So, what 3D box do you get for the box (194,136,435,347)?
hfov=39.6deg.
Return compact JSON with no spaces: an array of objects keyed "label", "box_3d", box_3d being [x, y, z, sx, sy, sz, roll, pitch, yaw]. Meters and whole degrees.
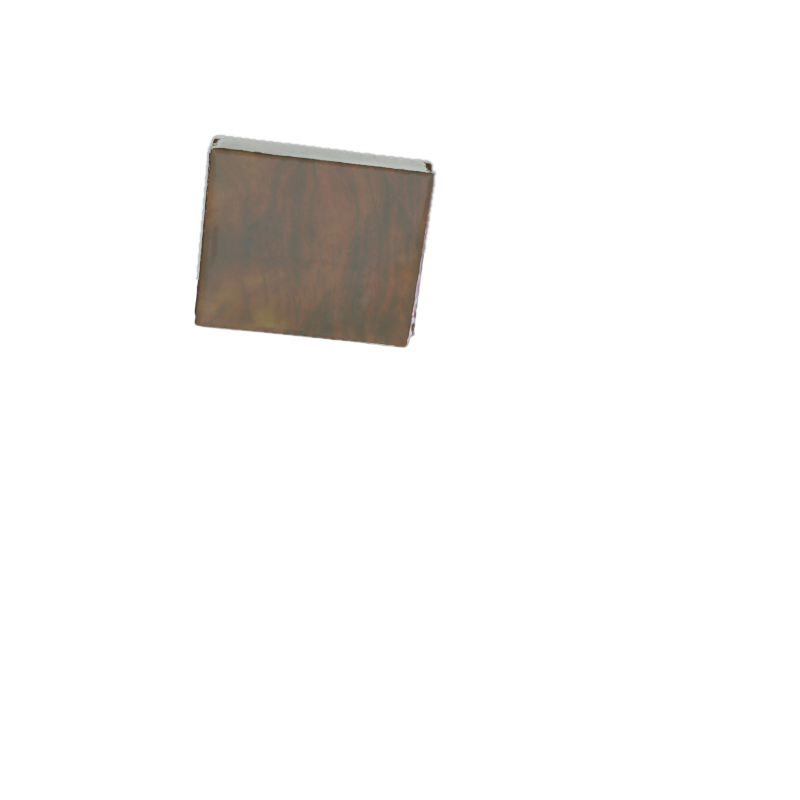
[{"label":"box","box_3d":[-0.035,-0.063,0.444,0.089,0.071,0.031,6,17,-2]}]
